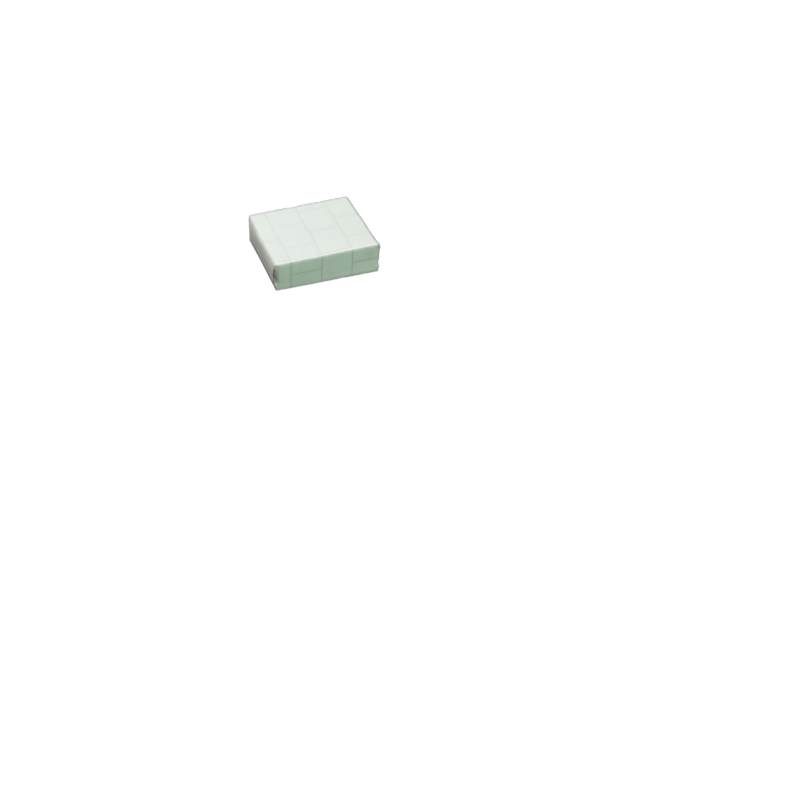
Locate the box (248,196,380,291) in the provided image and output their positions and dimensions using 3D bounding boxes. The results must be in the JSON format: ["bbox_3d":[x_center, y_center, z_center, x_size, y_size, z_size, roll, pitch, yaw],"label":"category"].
[{"bbox_3d":[-0.070,-0.127,0.891,0.088,0.028,0.079,-13,42,-16],"label":"box"}]
